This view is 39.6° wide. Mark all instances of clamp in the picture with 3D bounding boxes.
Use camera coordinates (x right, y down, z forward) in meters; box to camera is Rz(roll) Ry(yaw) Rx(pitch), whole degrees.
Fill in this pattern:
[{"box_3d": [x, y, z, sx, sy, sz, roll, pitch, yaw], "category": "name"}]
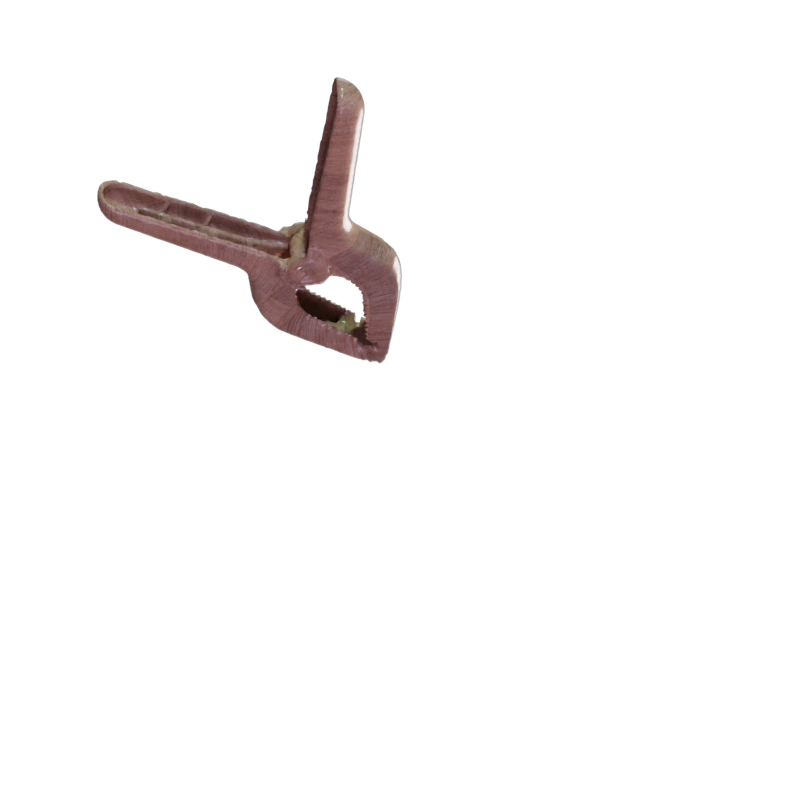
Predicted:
[{"box_3d": [-0.051, -0.094, 0.657, 0.165, 0.039, 0.195, -24, -46, 25], "category": "clamp"}]
